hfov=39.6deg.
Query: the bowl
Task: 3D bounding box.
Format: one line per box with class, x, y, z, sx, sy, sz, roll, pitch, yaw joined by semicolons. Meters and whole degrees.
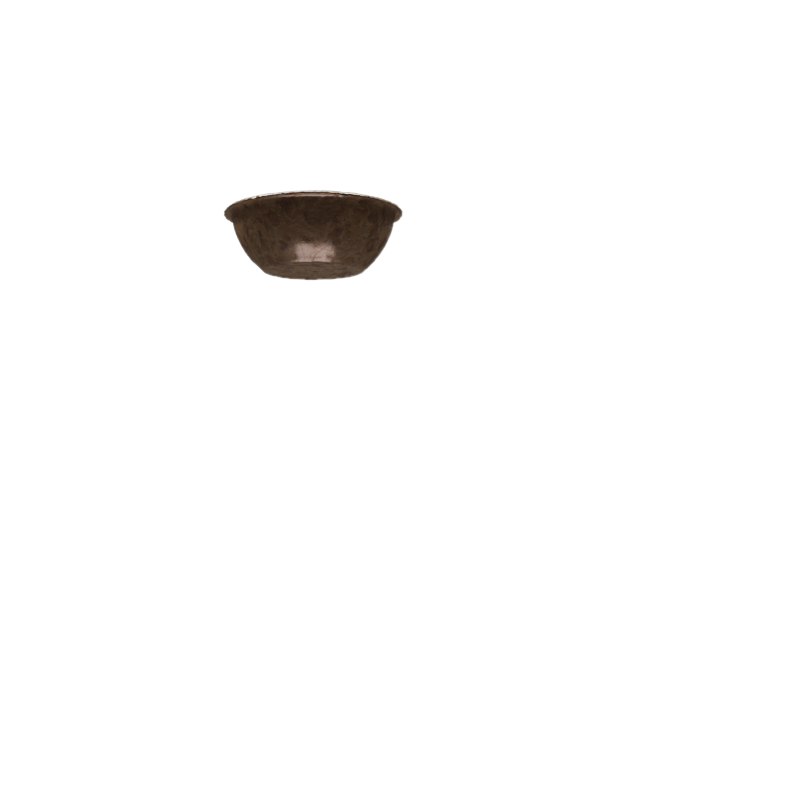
bowl;-0.078;-0.143;0.999;0.162;0.056;0.159;0;-5;-2
